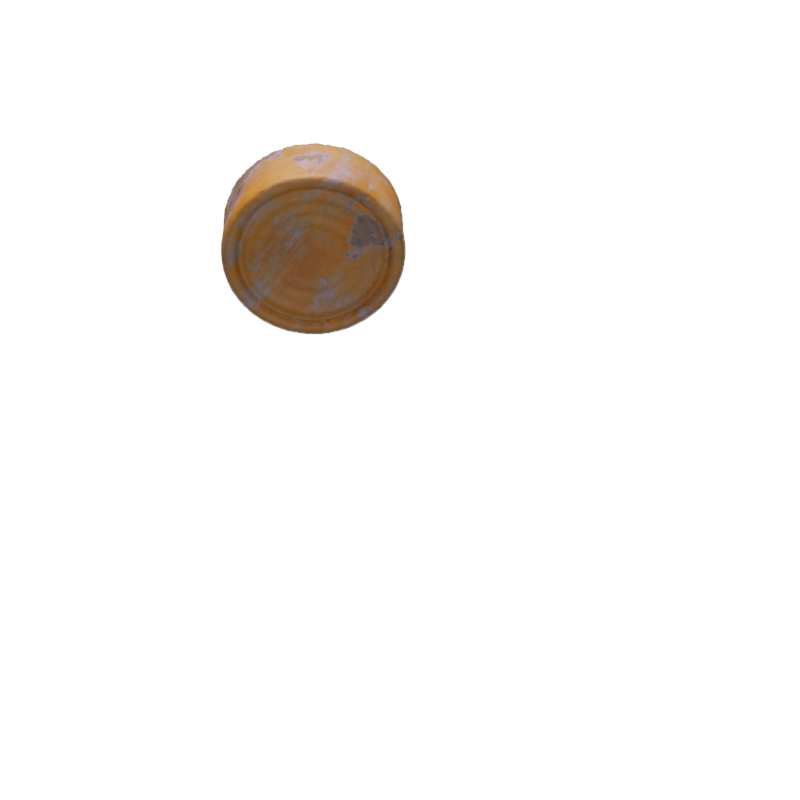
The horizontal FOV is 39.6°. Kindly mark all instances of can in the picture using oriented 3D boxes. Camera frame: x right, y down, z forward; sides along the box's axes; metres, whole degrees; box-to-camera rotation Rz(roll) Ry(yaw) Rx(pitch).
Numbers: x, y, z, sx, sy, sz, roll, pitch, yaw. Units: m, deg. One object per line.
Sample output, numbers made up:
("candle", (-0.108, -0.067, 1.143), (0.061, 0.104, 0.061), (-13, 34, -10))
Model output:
("can", (-0.040, -0.074, 0.516), (0.086, 0.081, 0.036), (1, 32, -1))
